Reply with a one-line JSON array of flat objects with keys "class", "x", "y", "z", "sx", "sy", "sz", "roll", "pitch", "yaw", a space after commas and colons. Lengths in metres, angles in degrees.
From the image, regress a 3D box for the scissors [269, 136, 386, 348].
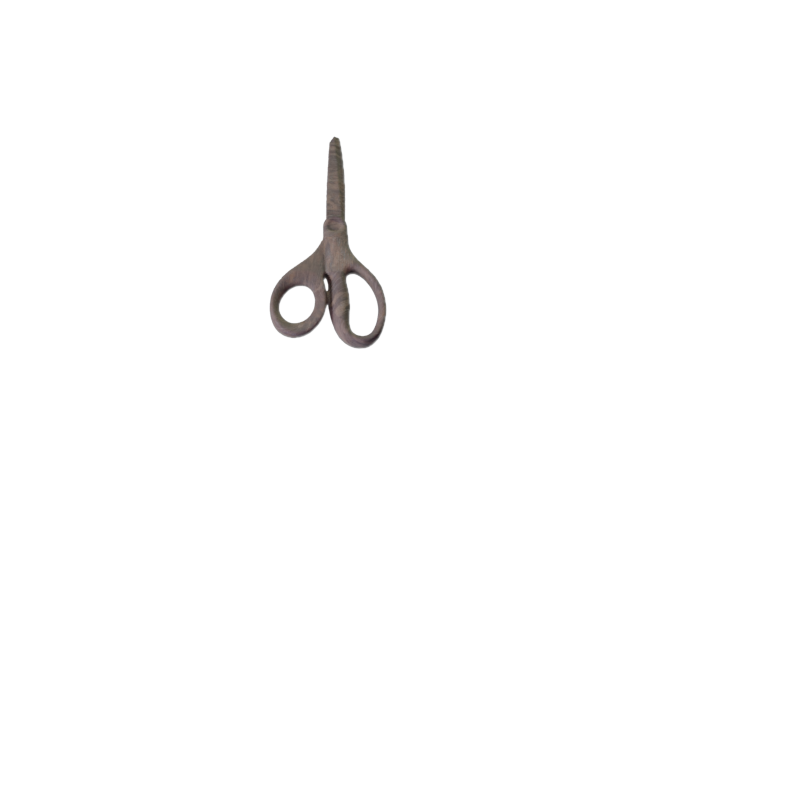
[{"class": "scissors", "x": -0.068, "y": -0.124, "z": 0.871, "sx": 0.095, "sy": 0.217, "sz": 0.015, "roll": -13, "pitch": -33, "yaw": -9}]
